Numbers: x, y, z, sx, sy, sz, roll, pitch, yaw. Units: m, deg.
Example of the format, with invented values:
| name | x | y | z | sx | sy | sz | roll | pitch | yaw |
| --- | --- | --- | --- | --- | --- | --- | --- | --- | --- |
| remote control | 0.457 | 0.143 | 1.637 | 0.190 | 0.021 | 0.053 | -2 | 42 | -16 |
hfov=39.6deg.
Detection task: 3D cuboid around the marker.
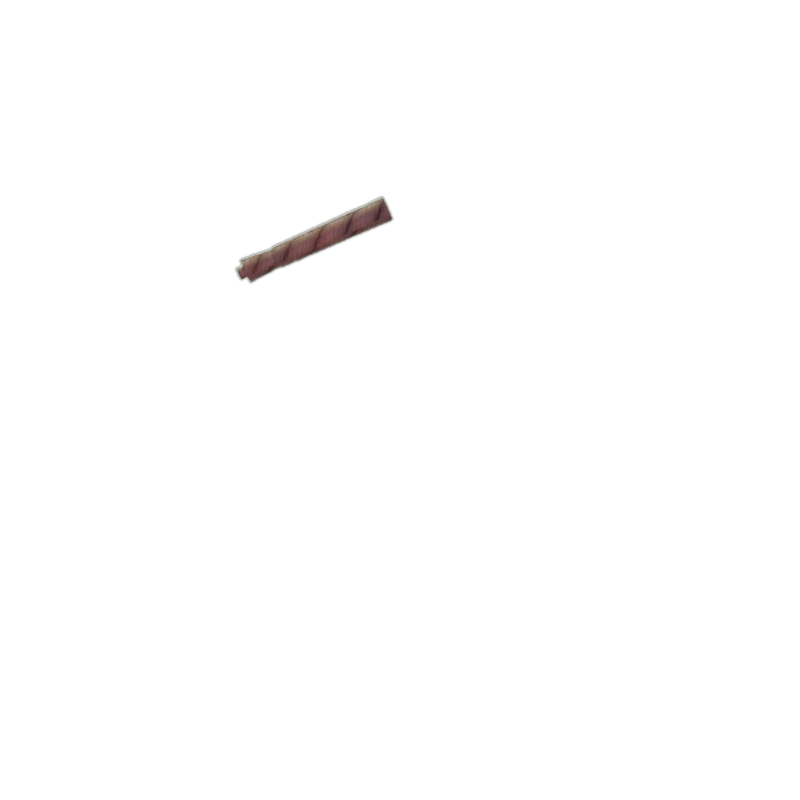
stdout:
| name | x | y | z | sx | sy | sz | roll | pitch | yaw |
| --- | --- | --- | --- | --- | --- | --- | --- | --- | --- |
| marker | -0.064 | -0.117 | 0.819 | 0.121 | 0.020 | 0.020 | -24 | 4 | 2 |
